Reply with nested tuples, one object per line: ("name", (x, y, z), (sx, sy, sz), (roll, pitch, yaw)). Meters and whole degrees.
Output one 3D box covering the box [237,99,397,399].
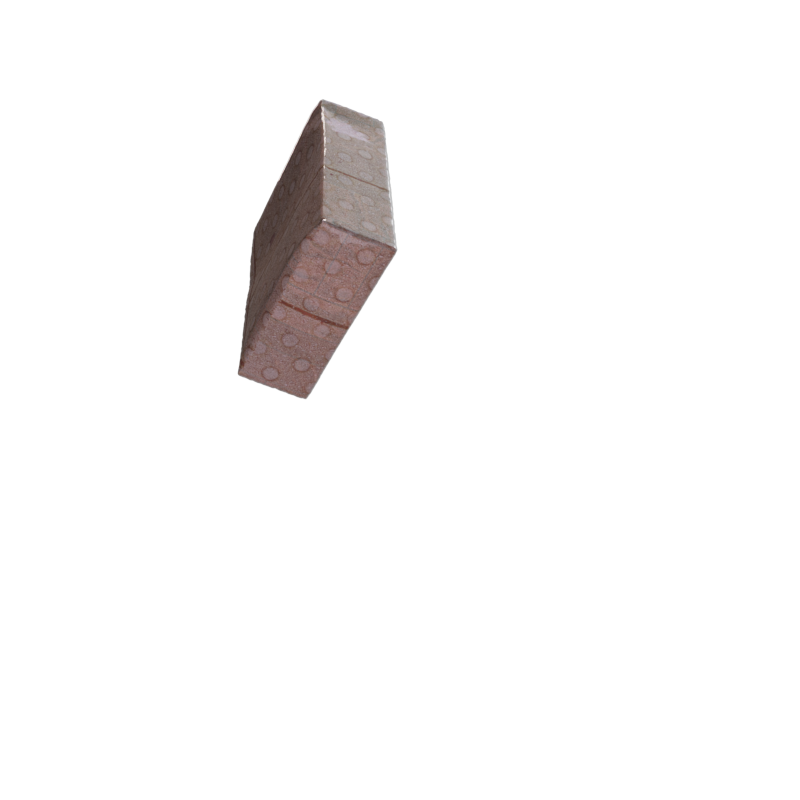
("box", (-0.074, -0.134, 0.941), (0.069, 0.158, 0.229), (21, 34, -19))
